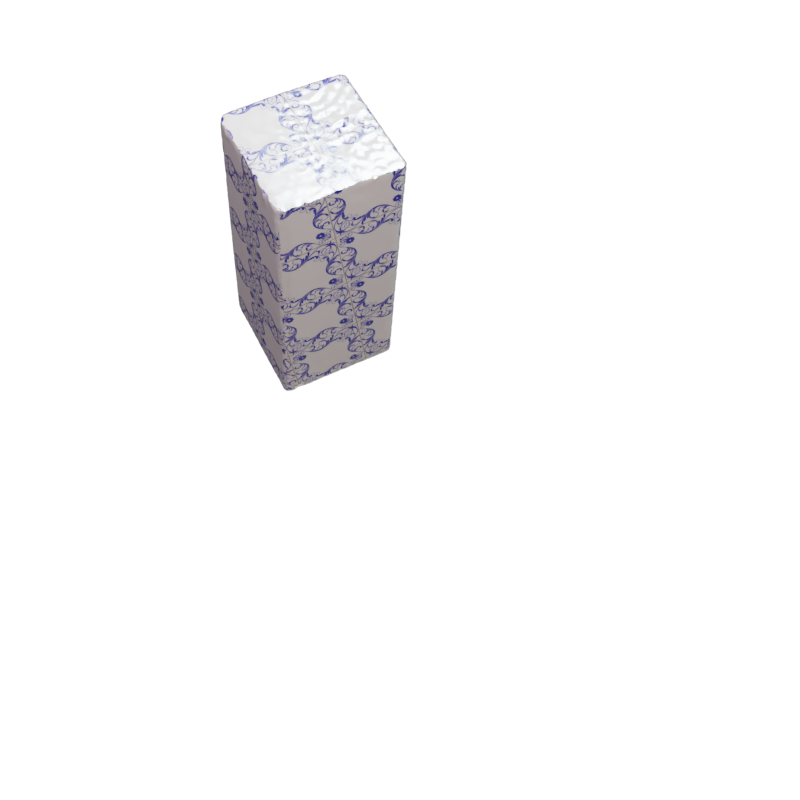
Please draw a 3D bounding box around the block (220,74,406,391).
[{"bbox_3d":[-0.060,-0.108,0.758,0.090,0.097,0.193,-22,-29,-17],"label":"block"}]
